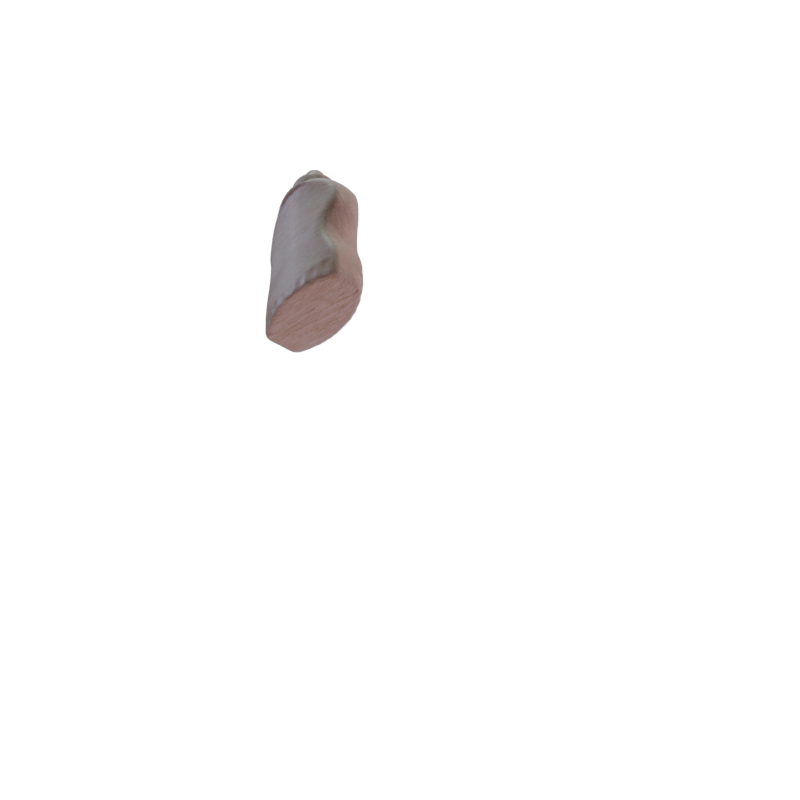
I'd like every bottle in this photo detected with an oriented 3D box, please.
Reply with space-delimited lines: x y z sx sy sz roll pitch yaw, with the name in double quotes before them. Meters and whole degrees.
"bottle" -0.075 -0.138 0.966 0.055 0.206 0.094 28 -53 -27
